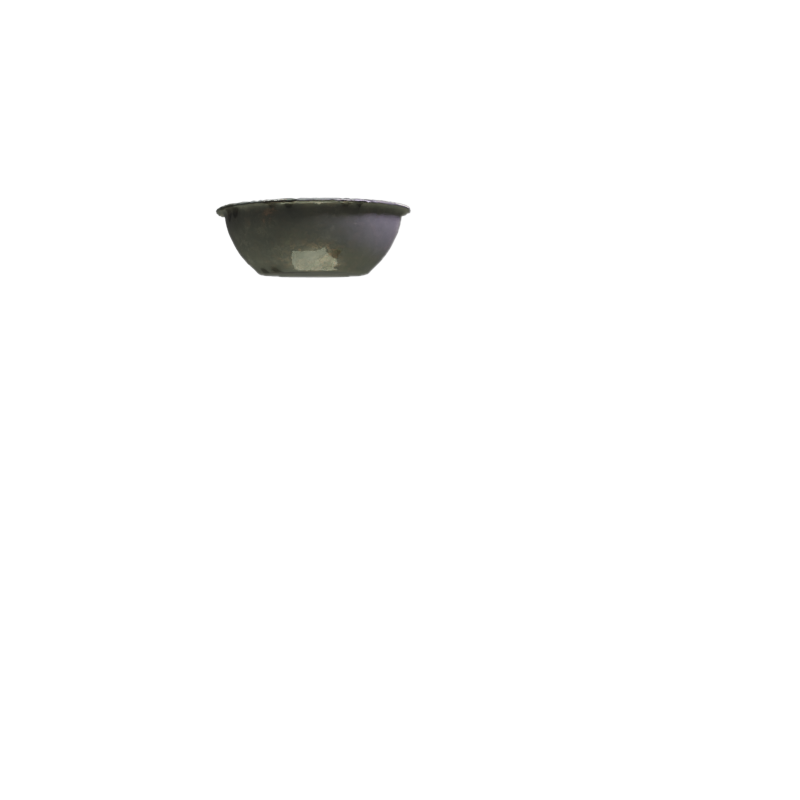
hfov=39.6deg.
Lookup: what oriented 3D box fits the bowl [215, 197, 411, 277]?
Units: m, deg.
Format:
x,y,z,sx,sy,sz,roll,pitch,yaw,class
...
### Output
x,y,z,sx,sy,sz,roll,pitch,yaw,class
-0.072,-0.131,0.916,0.162,0.055,0.162,0,2,-2,bowl
